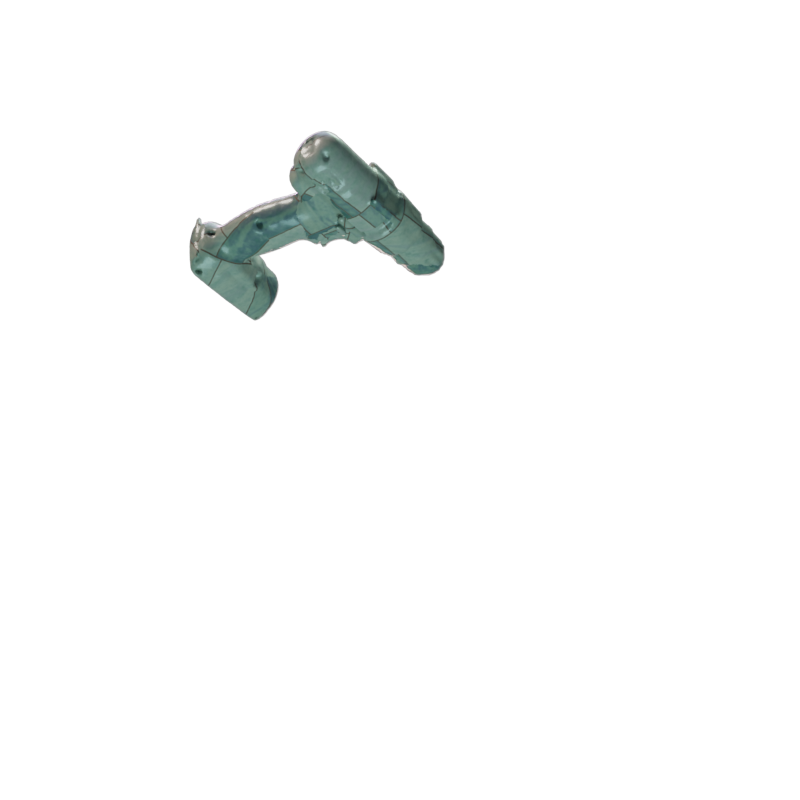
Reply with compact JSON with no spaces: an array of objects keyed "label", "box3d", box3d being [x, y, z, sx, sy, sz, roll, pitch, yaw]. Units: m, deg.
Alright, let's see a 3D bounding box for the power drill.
[{"label":"power drill","box3d":[-0.076,-0.139,0.975,0.188,0.062,0.171,-26,-47,26]}]
